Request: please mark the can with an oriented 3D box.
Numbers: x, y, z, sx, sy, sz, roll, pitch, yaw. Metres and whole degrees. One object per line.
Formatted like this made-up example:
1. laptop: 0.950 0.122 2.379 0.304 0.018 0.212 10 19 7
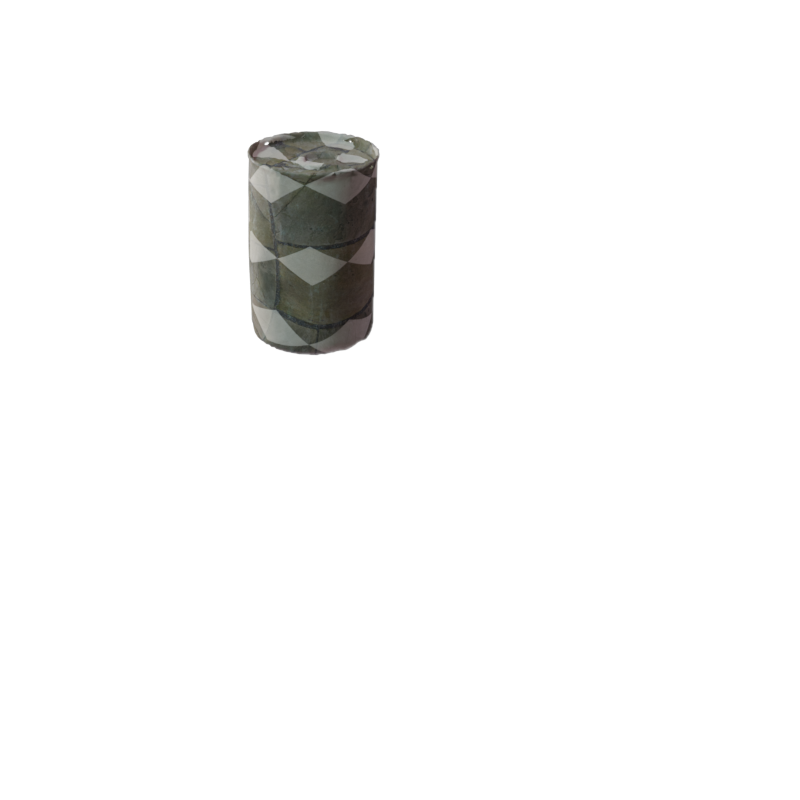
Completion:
1. can: -0.046 -0.084 0.588 0.068 0.097 0.072 0 26 -2
